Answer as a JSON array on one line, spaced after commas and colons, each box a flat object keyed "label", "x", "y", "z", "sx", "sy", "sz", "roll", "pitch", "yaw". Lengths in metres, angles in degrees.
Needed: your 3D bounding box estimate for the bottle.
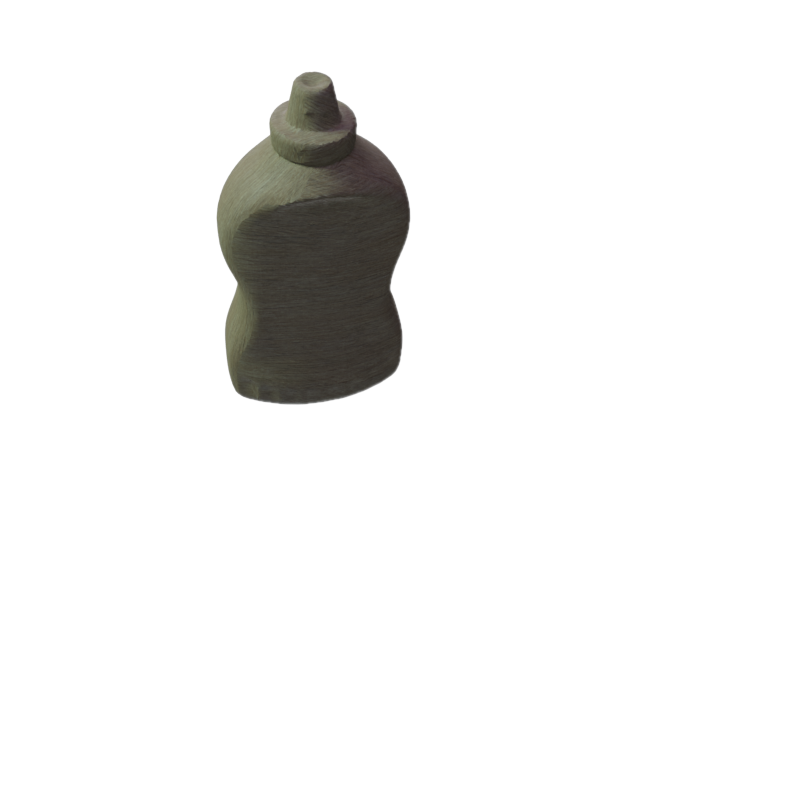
[{"label": "bottle", "x": -0.044, "y": -0.081, "z": 0.563, "sx": 0.095, "sy": 0.063, "sz": 0.179, "roll": -6, "pitch": -44, "yaw": -9}]
